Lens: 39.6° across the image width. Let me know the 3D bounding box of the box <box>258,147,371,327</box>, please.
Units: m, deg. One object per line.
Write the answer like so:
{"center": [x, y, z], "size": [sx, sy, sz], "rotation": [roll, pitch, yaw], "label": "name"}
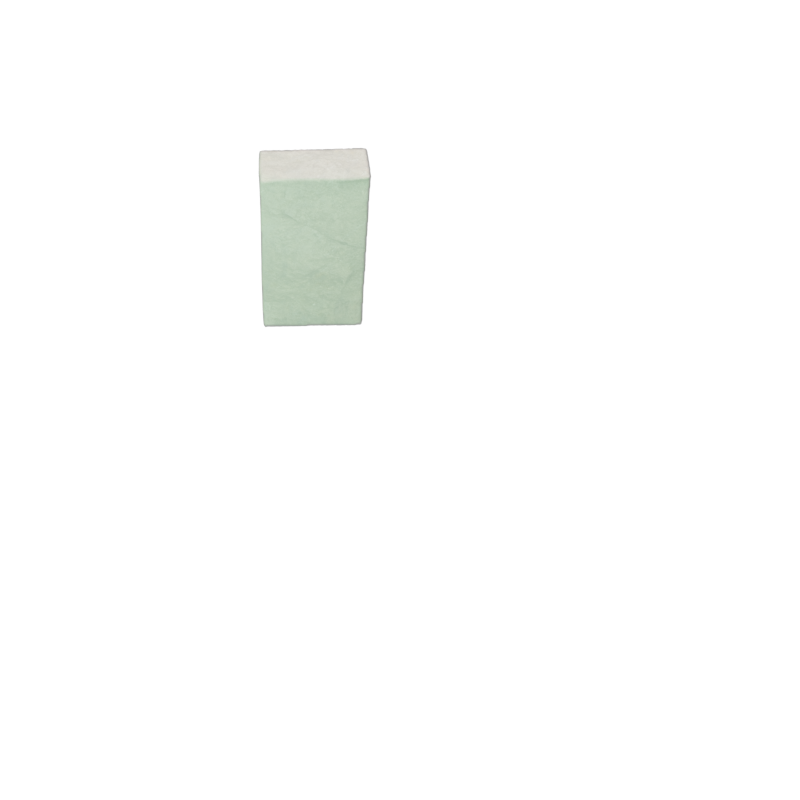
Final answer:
{"center": [-0.076, -0.138, 0.967], "size": [0.093, 0.052, 0.164], "rotation": [-1, -40, -4], "label": "box"}
